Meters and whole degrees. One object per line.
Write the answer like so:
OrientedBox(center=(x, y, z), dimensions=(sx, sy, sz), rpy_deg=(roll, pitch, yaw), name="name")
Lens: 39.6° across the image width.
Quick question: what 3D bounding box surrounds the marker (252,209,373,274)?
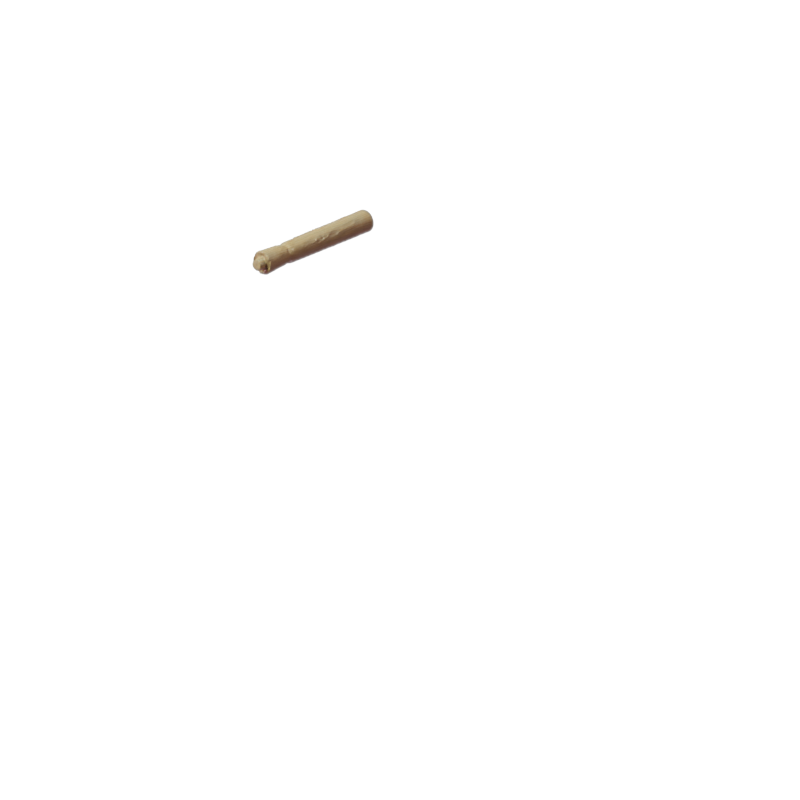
OrientedBox(center=(-0.068, -0.124, 0.865), dimensions=(0.021, 0.019, 0.120), rpy_deg=(4, 25, 44), name="marker")
